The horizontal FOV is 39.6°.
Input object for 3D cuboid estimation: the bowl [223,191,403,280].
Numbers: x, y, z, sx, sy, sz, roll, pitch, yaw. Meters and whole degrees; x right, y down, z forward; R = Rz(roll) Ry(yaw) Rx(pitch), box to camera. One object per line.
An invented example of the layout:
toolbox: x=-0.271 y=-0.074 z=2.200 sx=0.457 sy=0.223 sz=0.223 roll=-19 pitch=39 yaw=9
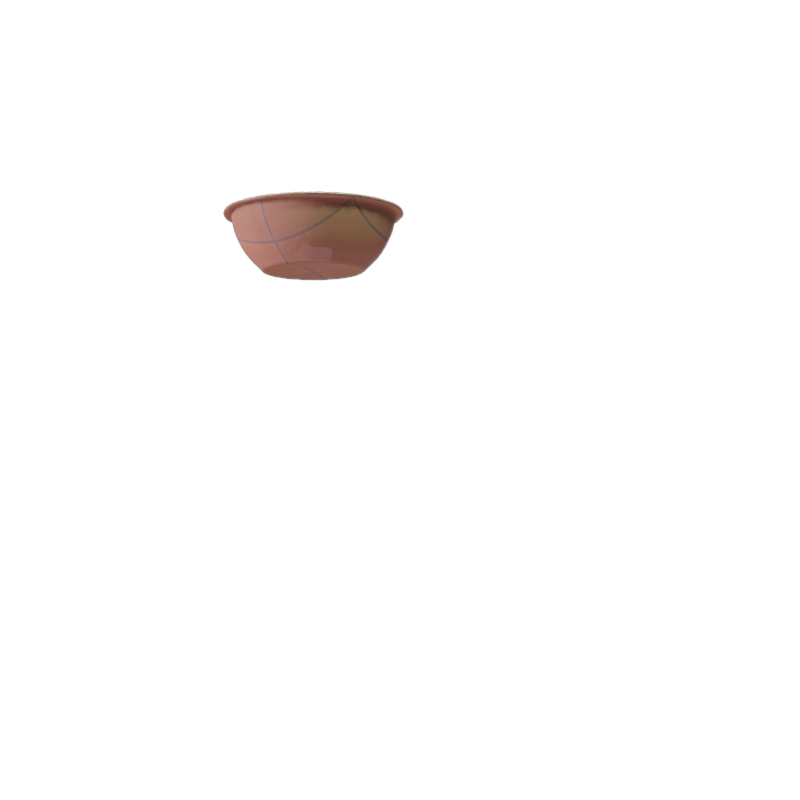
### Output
bowl: x=-0.077 y=-0.141 z=0.989 sx=0.162 sy=0.056 sz=0.159 roll=0 pitch=-5 yaw=-2
